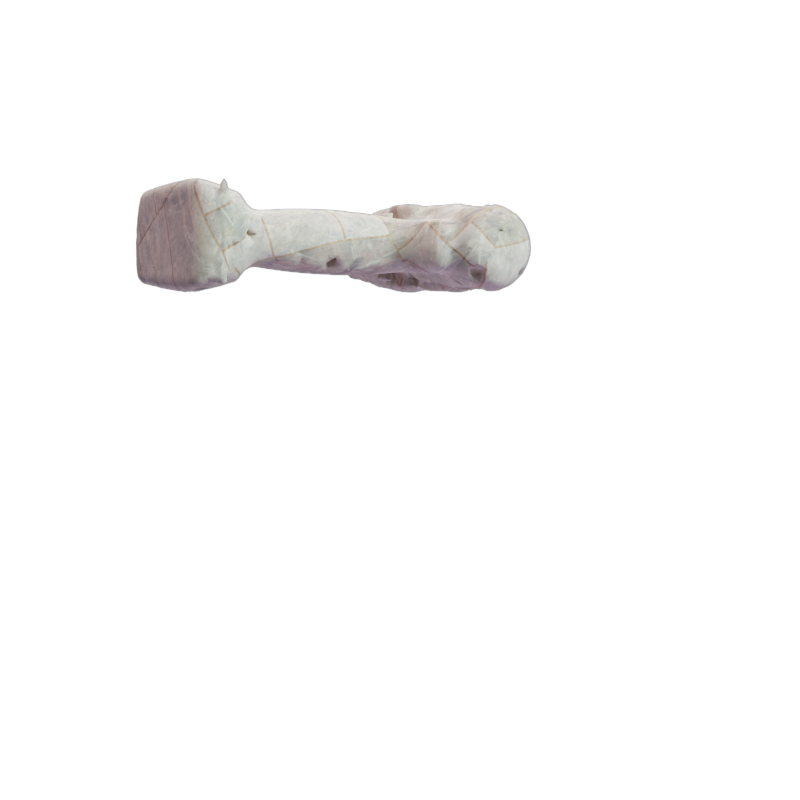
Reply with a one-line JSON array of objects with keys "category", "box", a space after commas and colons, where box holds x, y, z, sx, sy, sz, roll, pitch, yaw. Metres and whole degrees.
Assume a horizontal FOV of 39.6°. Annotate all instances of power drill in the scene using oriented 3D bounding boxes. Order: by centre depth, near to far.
[{"category": "power drill", "box": [-0.049, -0.089, 0.625, 0.182, 0.057, 0.191, -2, 5, -27]}]
